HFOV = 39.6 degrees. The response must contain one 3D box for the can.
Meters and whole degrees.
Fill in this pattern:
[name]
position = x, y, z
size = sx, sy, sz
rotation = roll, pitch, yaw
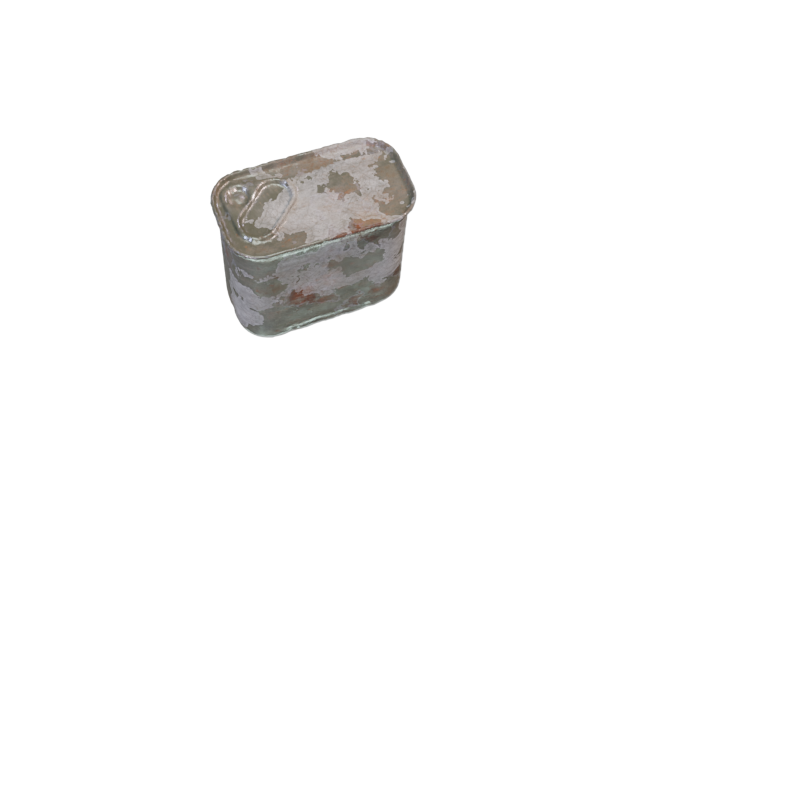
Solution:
[can]
position = -0.047, -0.085, 0.595
size = 0.101, 0.062, 0.079
rotation = -18, -28, -12
